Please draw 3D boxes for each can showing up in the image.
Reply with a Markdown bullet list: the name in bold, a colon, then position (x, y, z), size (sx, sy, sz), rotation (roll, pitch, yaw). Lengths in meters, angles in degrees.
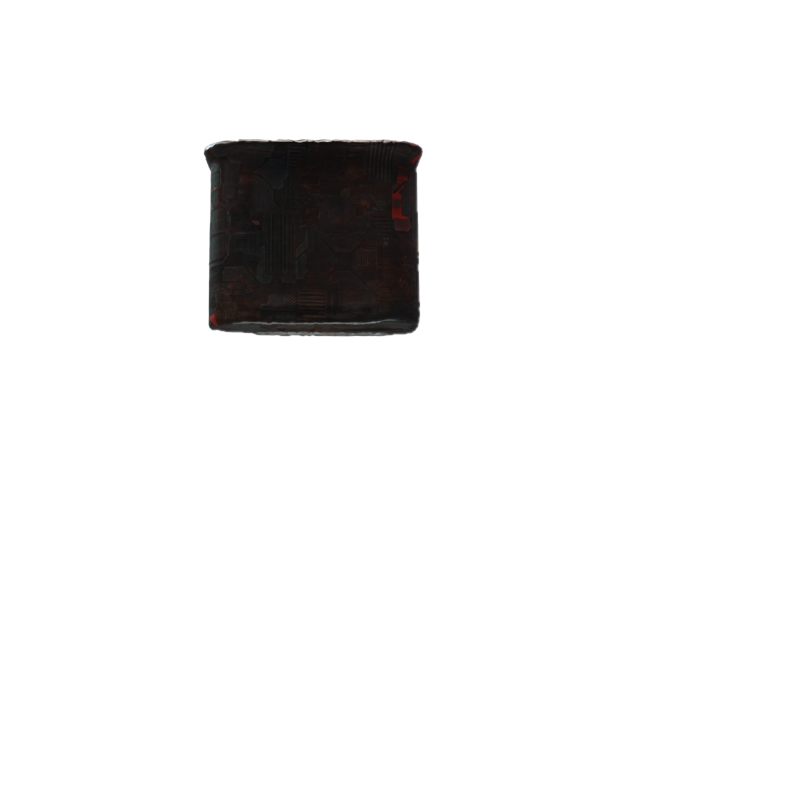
- **can**: position (-0.041, -0.074, 0.517), size (0.102, 0.086, 0.056), rotation (0, -8, -3)
